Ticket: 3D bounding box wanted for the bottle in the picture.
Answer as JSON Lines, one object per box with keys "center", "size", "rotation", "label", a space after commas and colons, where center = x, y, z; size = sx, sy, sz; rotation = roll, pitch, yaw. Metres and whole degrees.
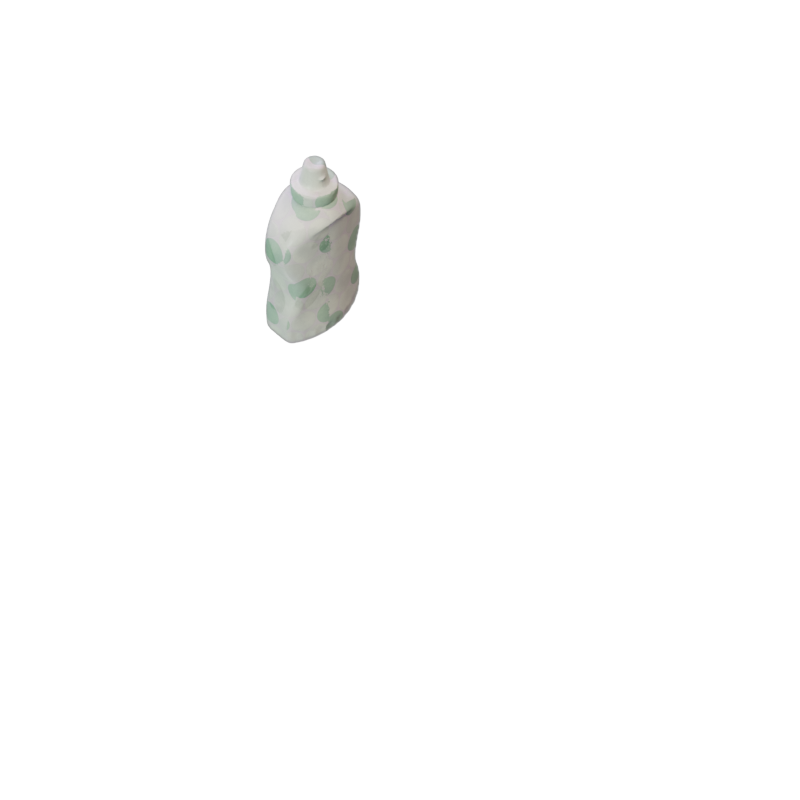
{"center": [-0.076, -0.140, 0.980], "size": [0.097, 0.179, 0.062], "rotation": [-36, 62, -28], "label": "bottle"}
